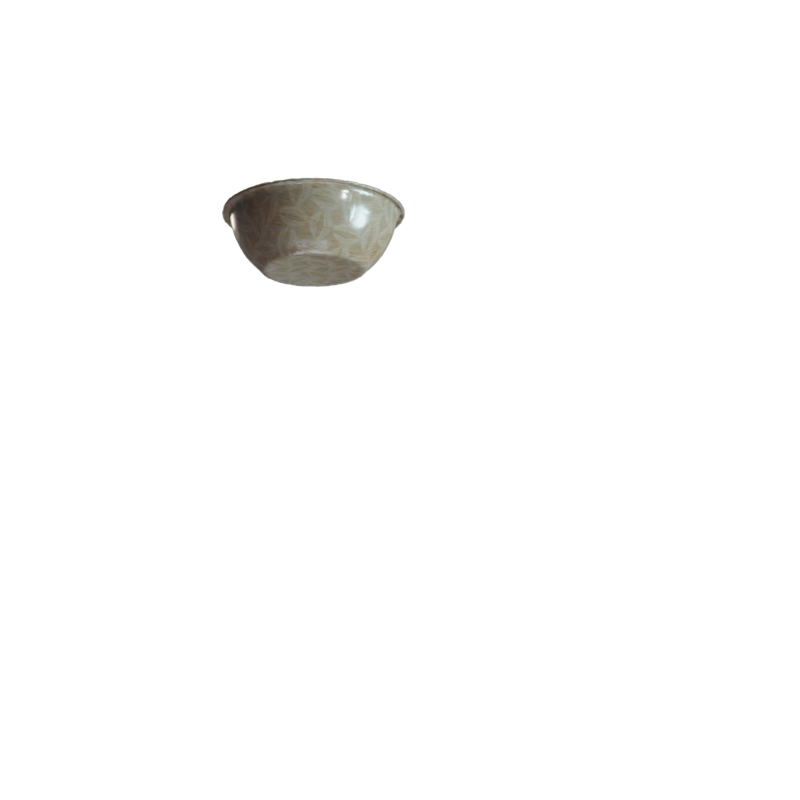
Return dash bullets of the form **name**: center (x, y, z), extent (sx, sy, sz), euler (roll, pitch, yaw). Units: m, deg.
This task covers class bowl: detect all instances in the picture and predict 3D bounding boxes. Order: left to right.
- **bowl**: center (-0.076, -0.139, 0.970), extent (0.162, 0.057, 0.156), euler (0, -14, -2)
